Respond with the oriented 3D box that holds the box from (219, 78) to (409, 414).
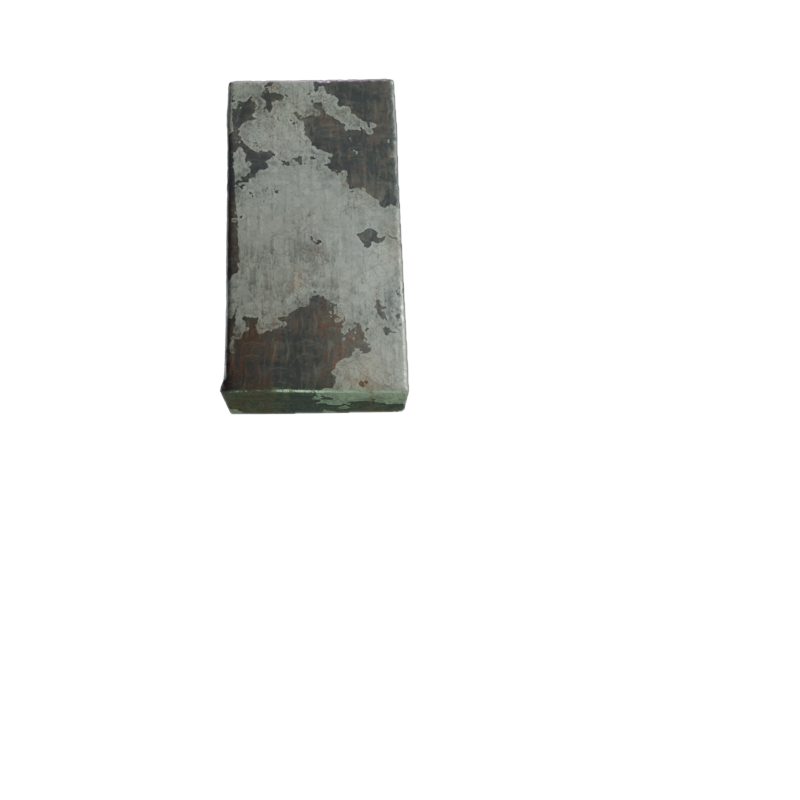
[{"bbox_3d":[-0.046,-0.083,0.585,0.093,0.186,0.046,-1,-23,-1],"label":"box"}]
